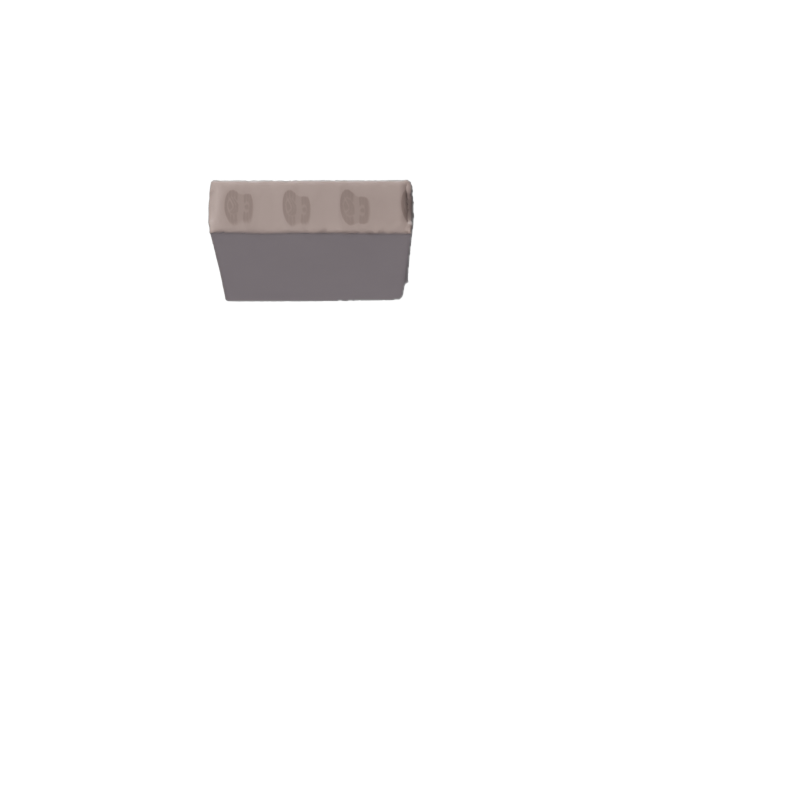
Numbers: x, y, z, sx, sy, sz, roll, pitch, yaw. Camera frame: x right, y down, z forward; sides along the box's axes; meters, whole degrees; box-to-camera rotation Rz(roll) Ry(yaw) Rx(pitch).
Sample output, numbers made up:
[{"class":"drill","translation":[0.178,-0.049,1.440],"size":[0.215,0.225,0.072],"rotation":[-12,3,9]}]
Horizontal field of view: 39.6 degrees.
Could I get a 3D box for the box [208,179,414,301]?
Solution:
[{"class":"box","translation":[-0.040,-0.072,0.508],"size":[0.089,0.032,0.069],"rotation":[0,-20,0]}]
